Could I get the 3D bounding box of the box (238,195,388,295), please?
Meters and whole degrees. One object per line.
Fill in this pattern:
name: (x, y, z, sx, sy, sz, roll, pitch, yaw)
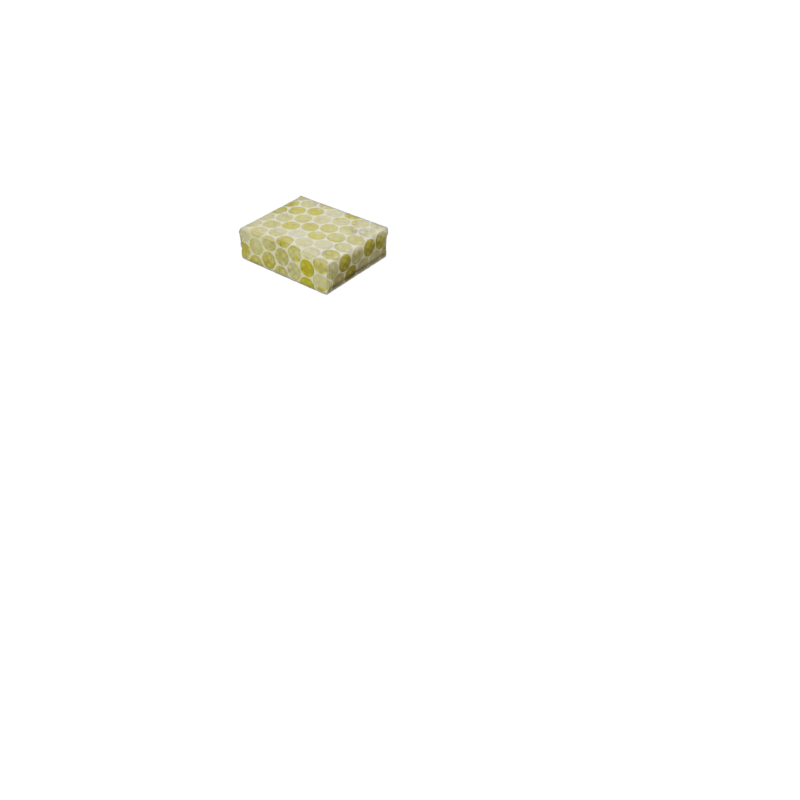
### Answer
box: (-0.066, -0.121, 0.844, 0.095, 0.028, 0.073, 25, 41, 31)
